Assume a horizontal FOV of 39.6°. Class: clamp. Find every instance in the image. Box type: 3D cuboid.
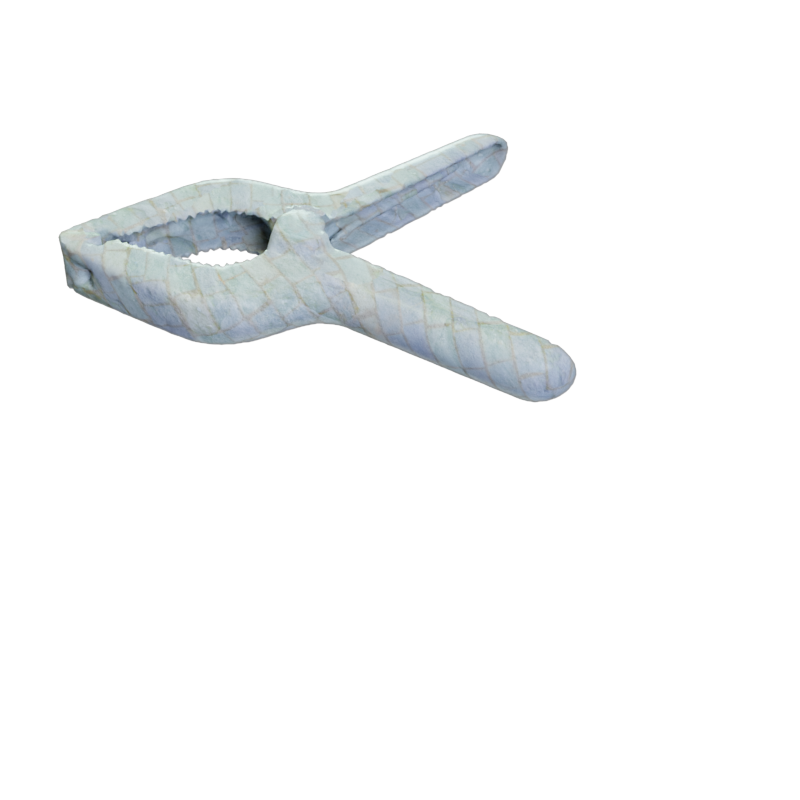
[{"bbox_3d":[-0.038,-0.069,0.480,0.211,0.034,0.175,3,42,3],"label":"clamp"}]
